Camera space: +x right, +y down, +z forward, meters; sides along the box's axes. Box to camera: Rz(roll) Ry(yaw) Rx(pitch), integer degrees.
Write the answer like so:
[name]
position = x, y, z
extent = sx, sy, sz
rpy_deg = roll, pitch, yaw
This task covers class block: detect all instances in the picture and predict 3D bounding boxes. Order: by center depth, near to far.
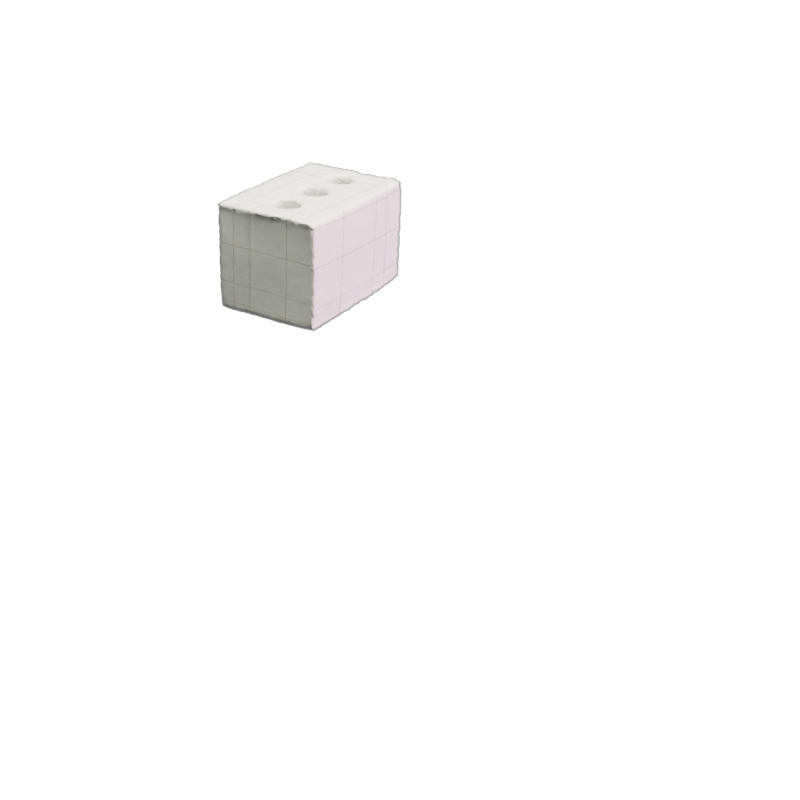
[block]
position = -0.040, -0.073, 0.514
extent = 0.055, 0.049, 0.078
rpy_deg = 14, 29, 27
